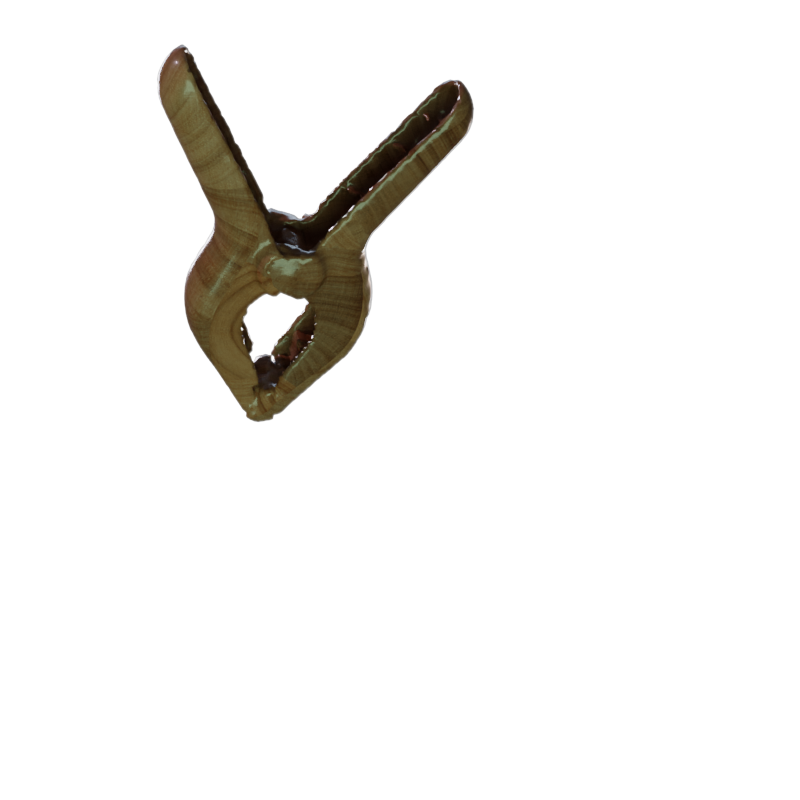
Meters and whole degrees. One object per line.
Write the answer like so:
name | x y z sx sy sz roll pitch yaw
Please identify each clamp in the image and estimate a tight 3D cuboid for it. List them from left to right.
clamp | -0.036 -0.065 0.455 0.120 0.160 0.042 3 38 -3
